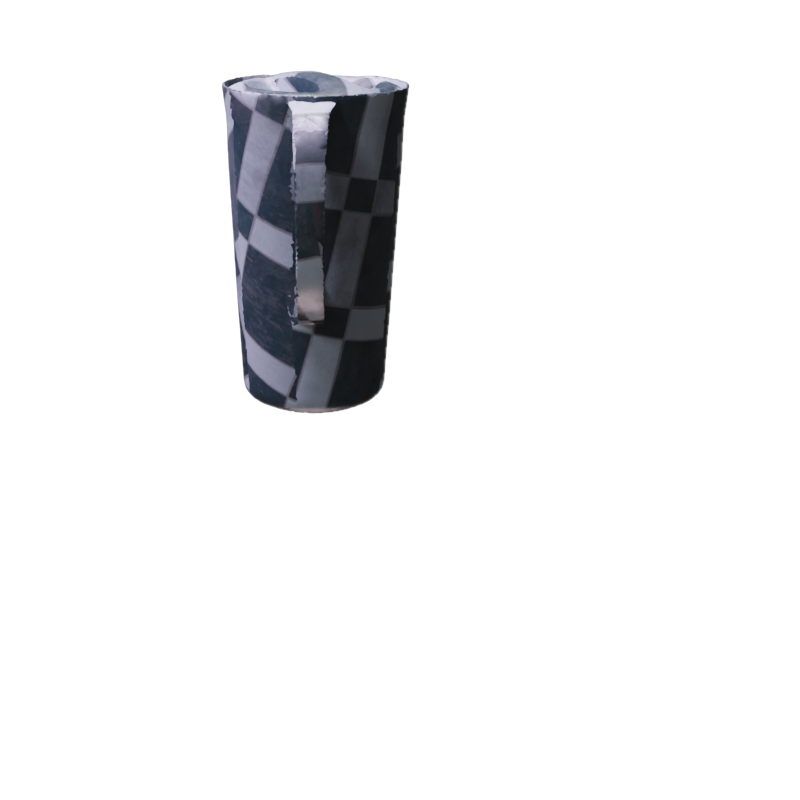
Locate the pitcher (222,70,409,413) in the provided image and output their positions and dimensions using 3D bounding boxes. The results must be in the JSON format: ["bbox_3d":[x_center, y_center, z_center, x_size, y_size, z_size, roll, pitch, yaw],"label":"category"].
[{"bbox_3d":[-0.063,-0.116,0.810,0.153,0.234,0.146,16,23,41],"label":"pitcher"}]
